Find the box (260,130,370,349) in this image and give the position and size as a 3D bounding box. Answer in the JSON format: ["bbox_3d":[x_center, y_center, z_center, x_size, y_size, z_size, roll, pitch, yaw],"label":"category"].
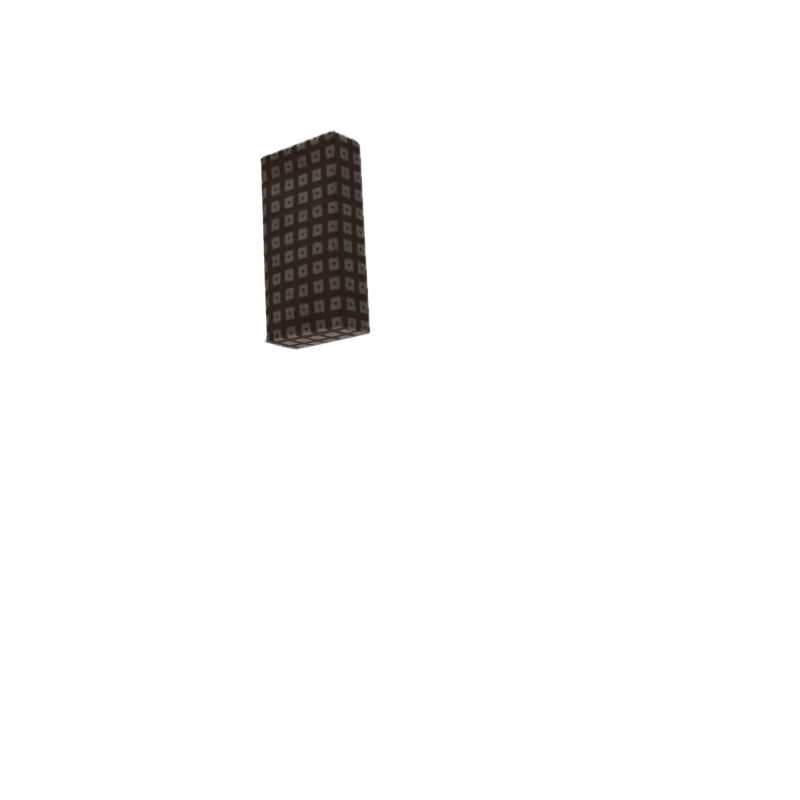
[{"bbox_3d":[-0.076,-0.139,0.976,0.095,0.183,0.045,-14,-21,38],"label":"box"}]
